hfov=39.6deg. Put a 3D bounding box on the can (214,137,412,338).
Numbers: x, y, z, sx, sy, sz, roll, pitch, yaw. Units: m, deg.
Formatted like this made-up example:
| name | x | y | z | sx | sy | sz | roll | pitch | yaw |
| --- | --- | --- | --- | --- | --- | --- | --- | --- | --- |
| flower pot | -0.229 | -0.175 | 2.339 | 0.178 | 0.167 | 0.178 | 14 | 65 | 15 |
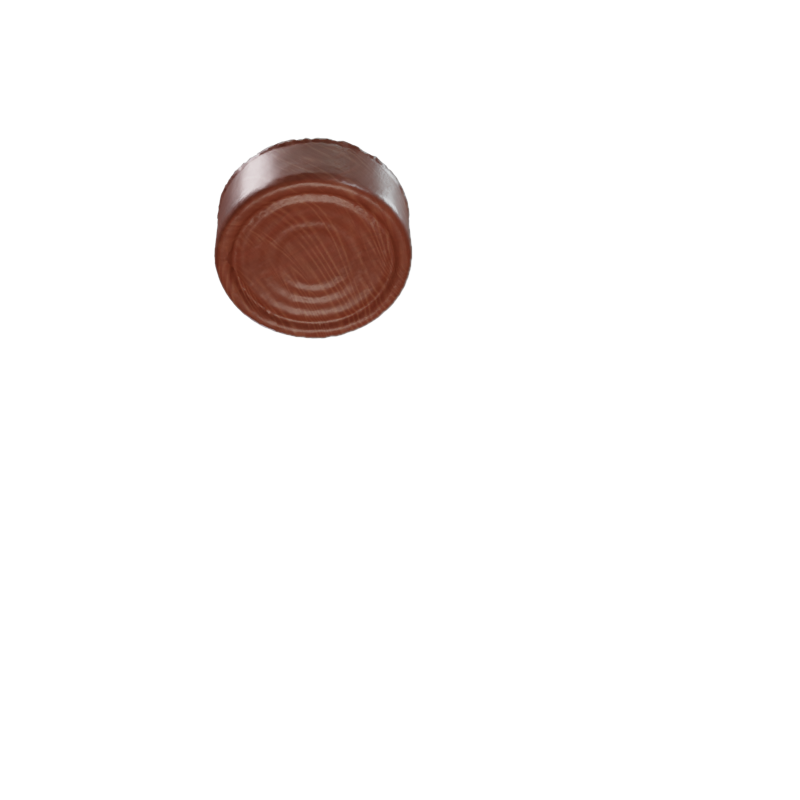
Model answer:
| name | x | y | z | sx | sy | sz | roll | pitch | yaw |
| --- | --- | --- | --- | --- | --- | --- | --- | --- | --- |
| can | -0.038 | -0.069 | 0.482 | 0.086 | 0.080 | 0.036 | 1 | 38 | -1 |
